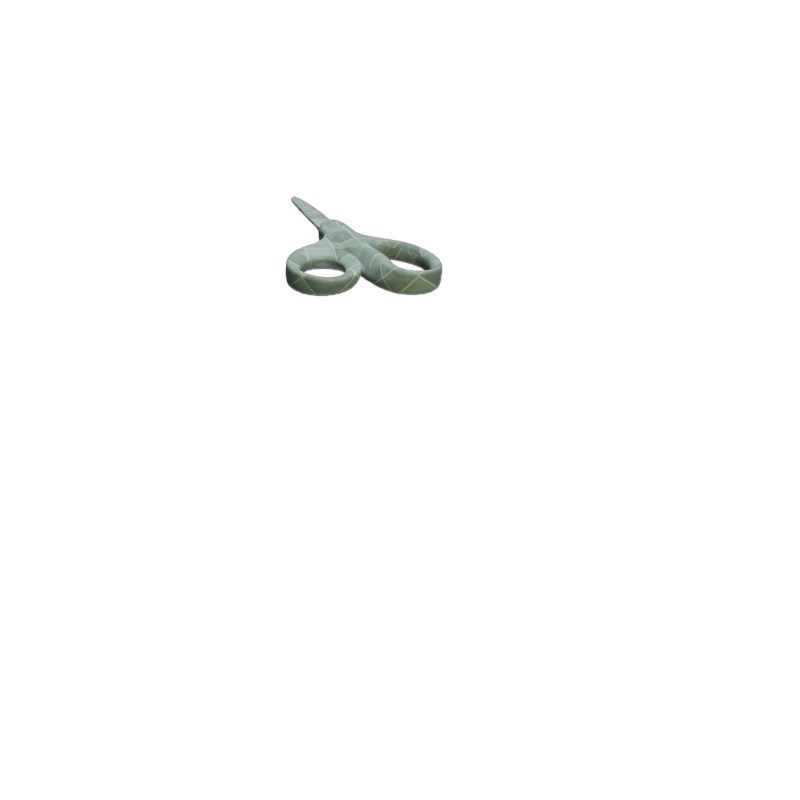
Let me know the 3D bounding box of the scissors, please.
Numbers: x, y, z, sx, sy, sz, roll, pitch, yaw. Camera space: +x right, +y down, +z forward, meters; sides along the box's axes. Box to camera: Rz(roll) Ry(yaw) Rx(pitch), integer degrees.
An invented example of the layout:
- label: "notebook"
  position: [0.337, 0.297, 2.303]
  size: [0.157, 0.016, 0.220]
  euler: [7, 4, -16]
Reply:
- label: "scissors"
  position: [-0.054, -0.098, 0.684]
  size: [0.094, 0.015, 0.215]
  euler: [-14, 27, -30]
